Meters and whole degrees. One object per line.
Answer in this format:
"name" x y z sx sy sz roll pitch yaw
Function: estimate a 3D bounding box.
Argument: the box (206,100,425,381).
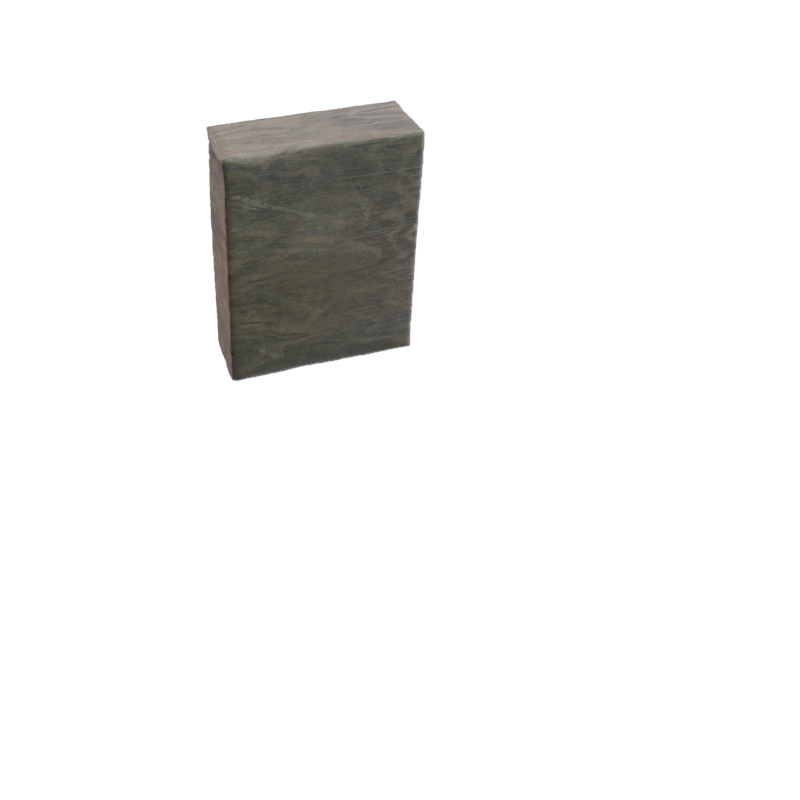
"box" -0.072 -0.131 0.920 0.162 0.200 0.078 -10 37 -17
